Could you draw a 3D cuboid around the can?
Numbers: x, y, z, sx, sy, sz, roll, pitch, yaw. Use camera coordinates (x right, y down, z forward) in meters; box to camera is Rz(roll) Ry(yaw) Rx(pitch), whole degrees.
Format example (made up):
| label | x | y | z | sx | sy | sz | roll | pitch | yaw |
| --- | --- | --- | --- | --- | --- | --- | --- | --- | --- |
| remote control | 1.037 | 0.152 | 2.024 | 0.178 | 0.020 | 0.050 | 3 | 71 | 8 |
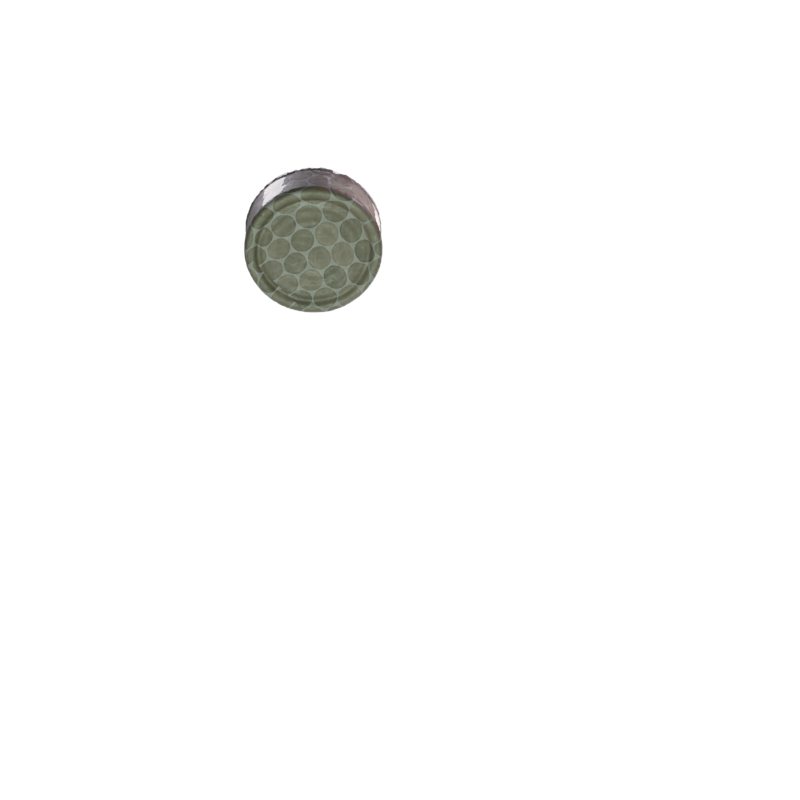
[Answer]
| label | x | y | z | sx | sy | sz | roll | pitch | yaw |
| --- | --- | --- | --- | --- | --- | --- | --- | --- | --- |
| can | -0.054 | -0.098 | 0.684 | 0.086 | 0.081 | 0.036 | 1 | 28 | -1 |
